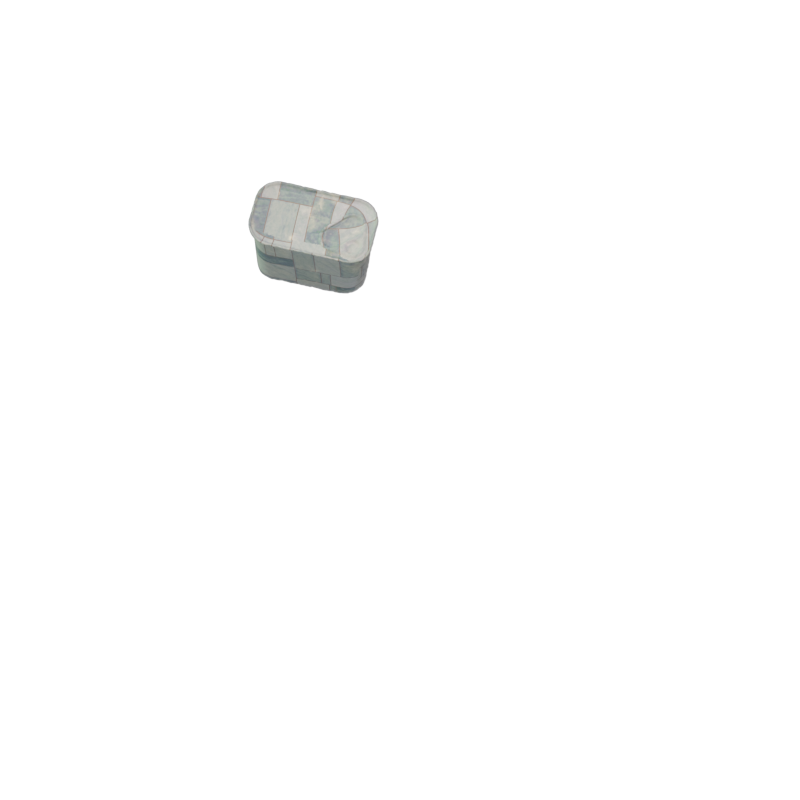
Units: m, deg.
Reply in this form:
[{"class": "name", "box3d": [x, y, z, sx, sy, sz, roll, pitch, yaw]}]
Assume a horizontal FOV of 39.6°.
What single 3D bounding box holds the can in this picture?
[{"class": "can", "box3d": [-0.072, -0.132, 0.927, 0.103, 0.060, 0.080, 13, -19, 3]}]
